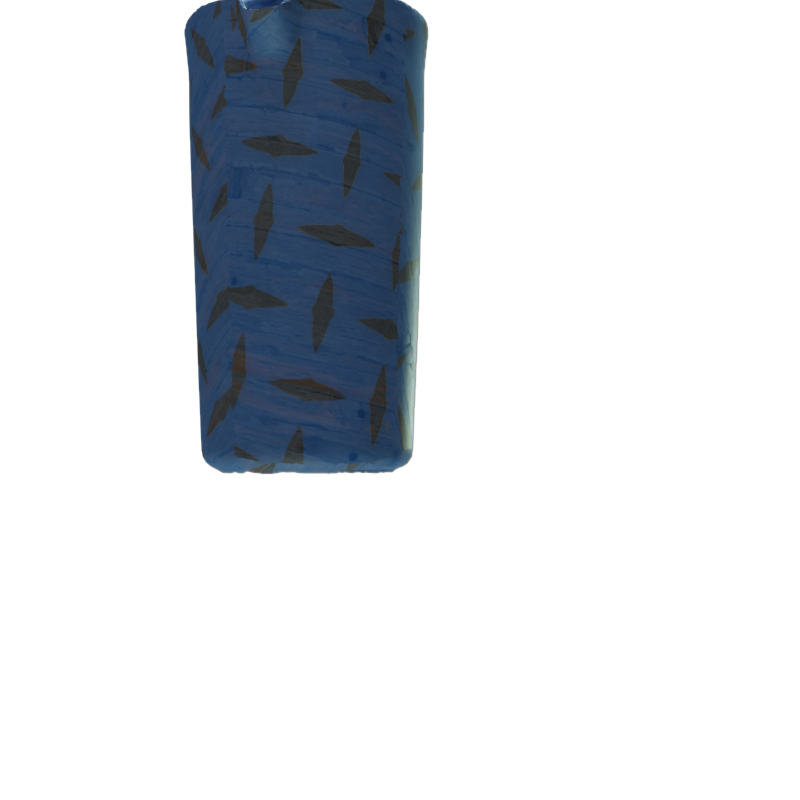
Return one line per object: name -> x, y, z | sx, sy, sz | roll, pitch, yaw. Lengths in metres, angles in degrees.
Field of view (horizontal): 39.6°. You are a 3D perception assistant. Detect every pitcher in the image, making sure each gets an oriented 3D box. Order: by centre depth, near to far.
pitcher -> -0.047, -0.085, 0.596 | 0.143, 0.249, 0.148 | 5, -11, -34
